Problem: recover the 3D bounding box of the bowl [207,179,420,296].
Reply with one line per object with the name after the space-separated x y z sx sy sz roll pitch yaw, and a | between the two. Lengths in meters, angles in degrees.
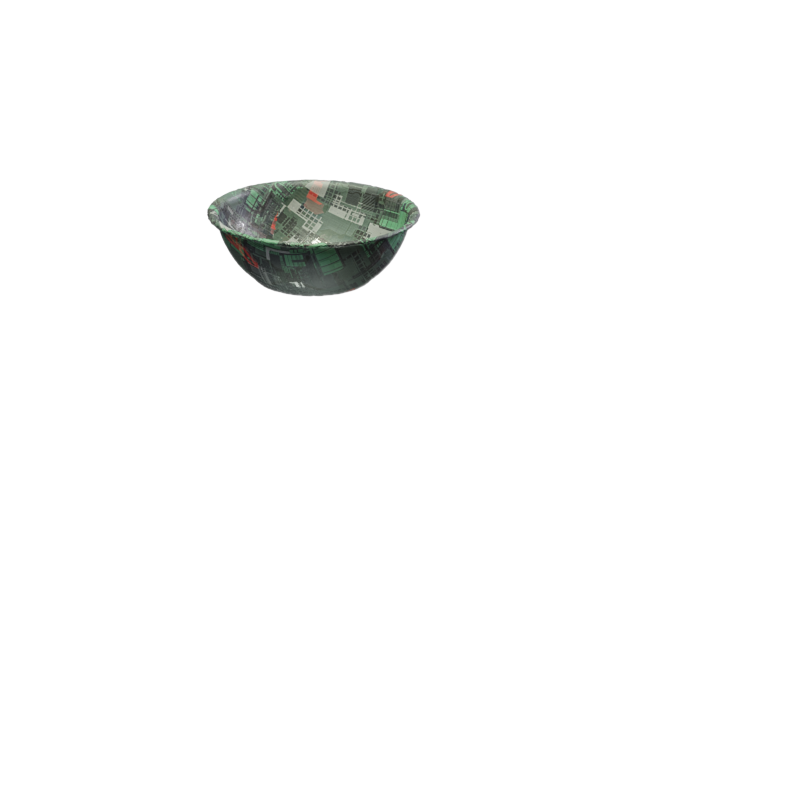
-0.067 -0.121 0.851 0.162 0.052 0.171 -1 25 -2 | bowl
